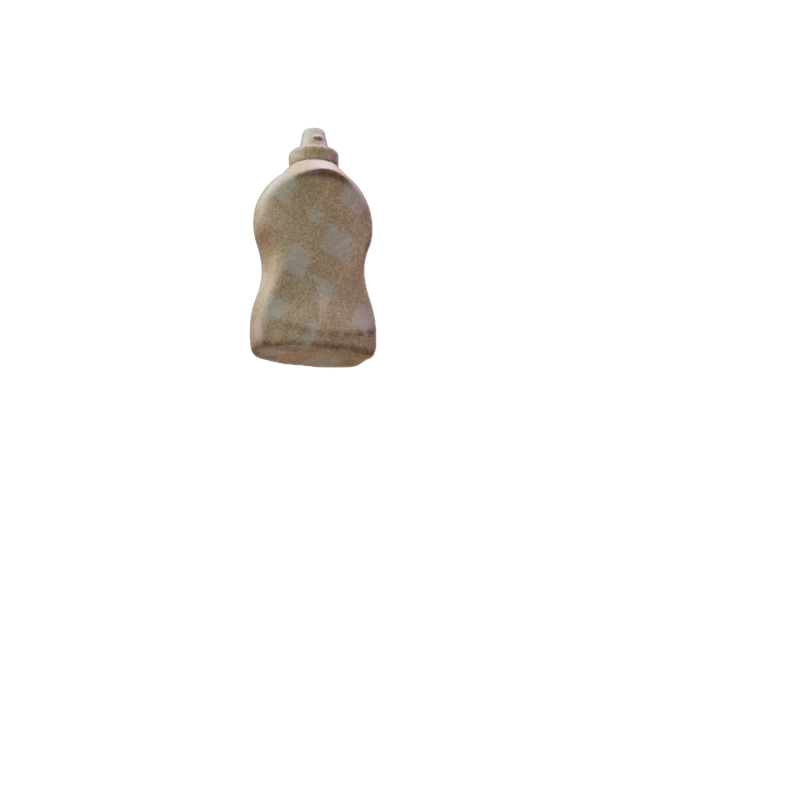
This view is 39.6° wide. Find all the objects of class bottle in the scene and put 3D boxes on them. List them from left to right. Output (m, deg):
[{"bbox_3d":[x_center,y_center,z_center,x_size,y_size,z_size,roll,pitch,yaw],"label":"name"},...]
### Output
[{"bbox_3d":[-0.069,-0.125,0.878,0.093,0.200,0.057,6,-20,-20],"label":"bottle"}]
